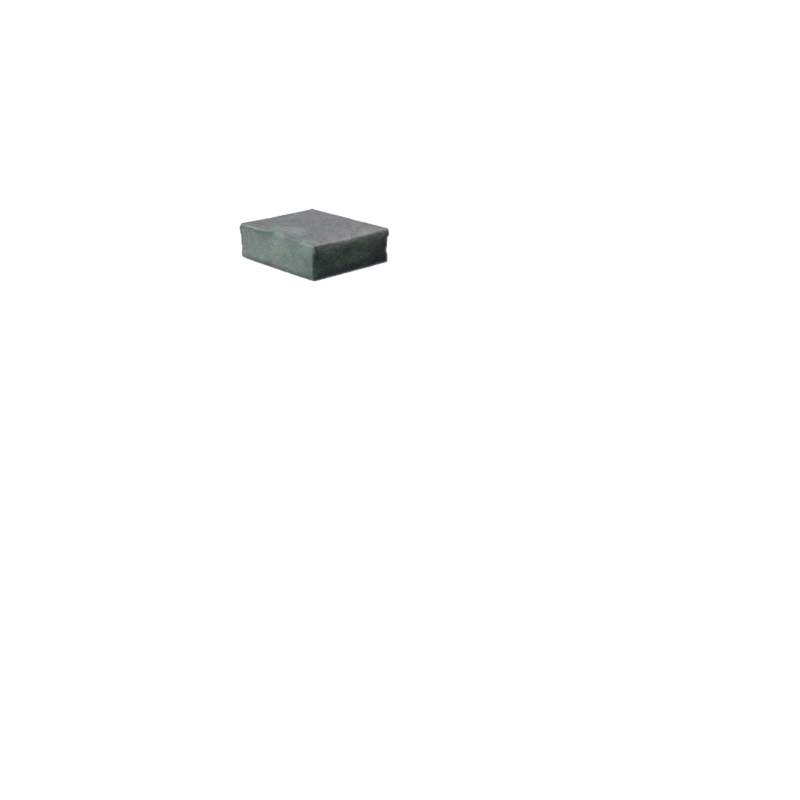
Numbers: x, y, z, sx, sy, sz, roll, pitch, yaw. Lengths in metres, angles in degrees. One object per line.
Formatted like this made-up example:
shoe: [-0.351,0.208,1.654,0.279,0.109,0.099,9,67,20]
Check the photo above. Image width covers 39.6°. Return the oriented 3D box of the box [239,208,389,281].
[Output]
box: [-0.065,-0.118,0.828,0.072,0.029,0.095,-18,28,-39]
